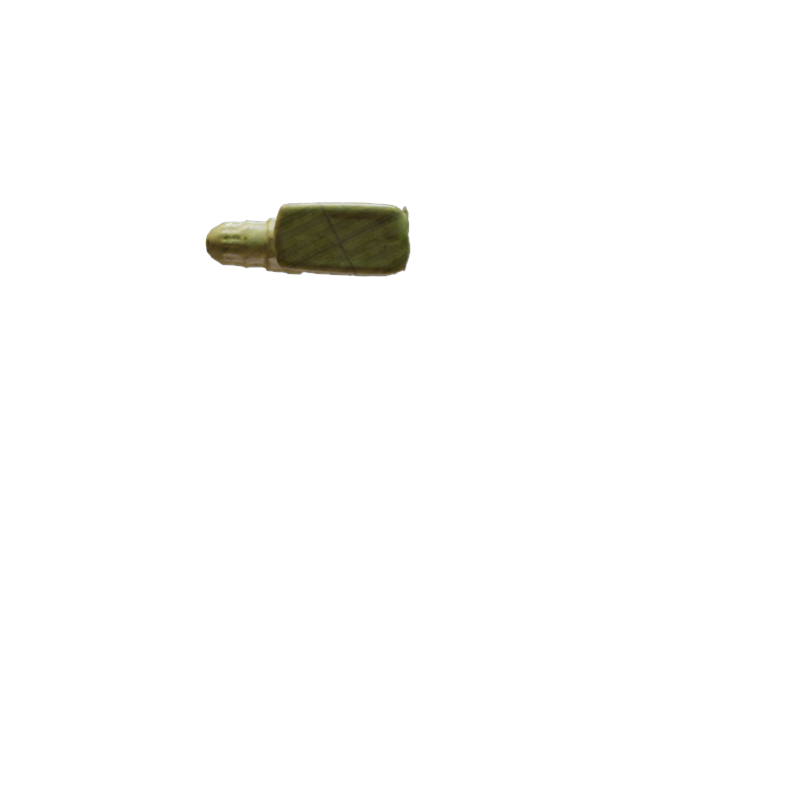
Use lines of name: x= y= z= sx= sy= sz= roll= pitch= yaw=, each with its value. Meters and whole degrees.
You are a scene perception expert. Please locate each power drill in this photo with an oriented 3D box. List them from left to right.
power drill: x=-0.073 y=-0.134 z=0.936 sx=0.183 sy=0.057 sz=0.190 roll=-1 pitch=6 yaw=-6
